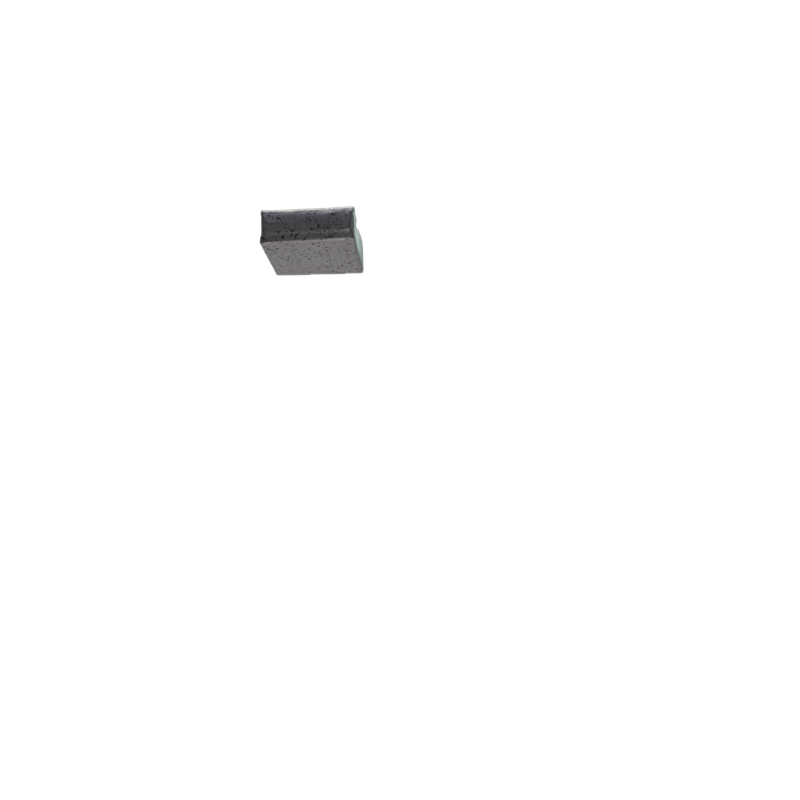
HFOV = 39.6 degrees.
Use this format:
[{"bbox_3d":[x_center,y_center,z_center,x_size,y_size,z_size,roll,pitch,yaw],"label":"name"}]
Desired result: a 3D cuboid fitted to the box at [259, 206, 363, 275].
[{"bbox_3d":[-0.069,-0.125,0.879,0.074,0.031,0.085,-1,-13,5],"label":"box"}]
